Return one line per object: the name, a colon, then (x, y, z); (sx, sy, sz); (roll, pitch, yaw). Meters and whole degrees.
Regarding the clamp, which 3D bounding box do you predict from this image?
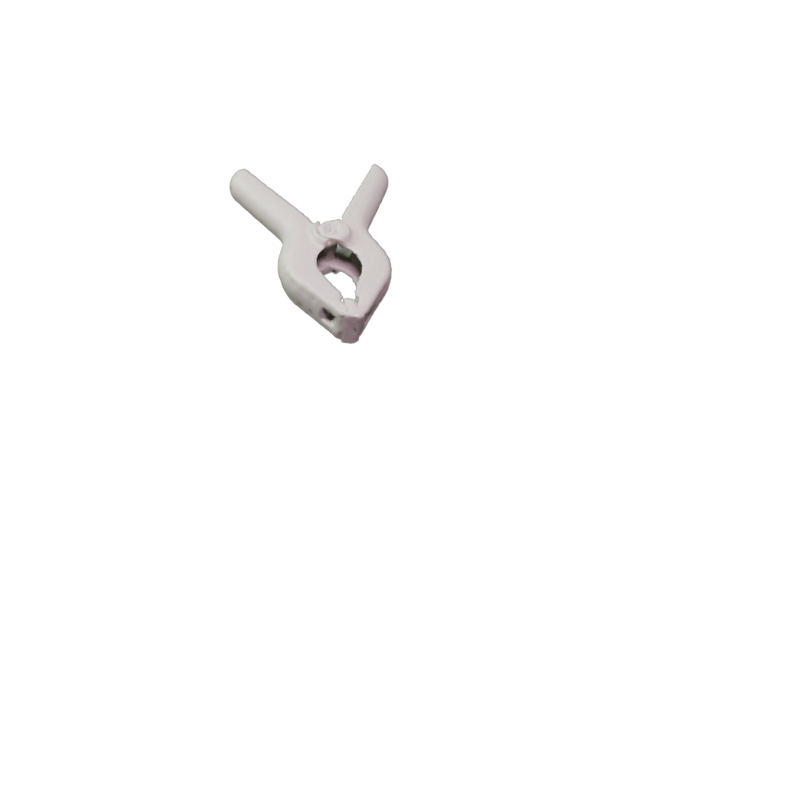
clamp: (-0.062, -0.112, 0.788); (0.120, 0.036, 0.185); (-3, 44, -3)
